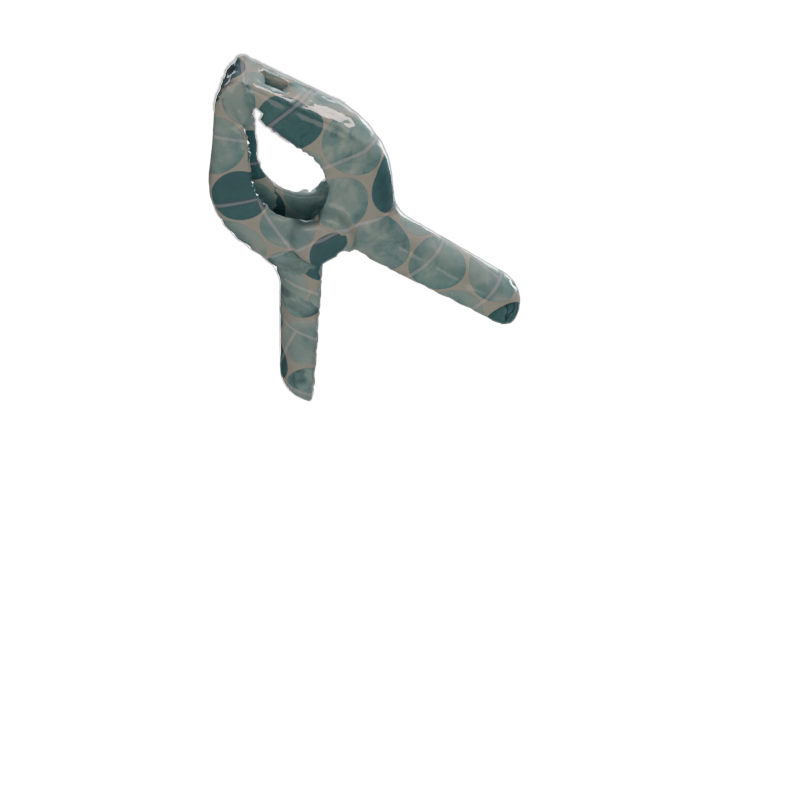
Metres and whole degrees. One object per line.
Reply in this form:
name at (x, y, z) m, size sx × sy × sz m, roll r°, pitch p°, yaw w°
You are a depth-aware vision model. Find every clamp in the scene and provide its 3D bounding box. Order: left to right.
clamp at (-0.039, -0.071, 0.496) m, size 0.119 × 0.162 × 0.042 m, roll -33°, pitch 24°, yaw 17°
